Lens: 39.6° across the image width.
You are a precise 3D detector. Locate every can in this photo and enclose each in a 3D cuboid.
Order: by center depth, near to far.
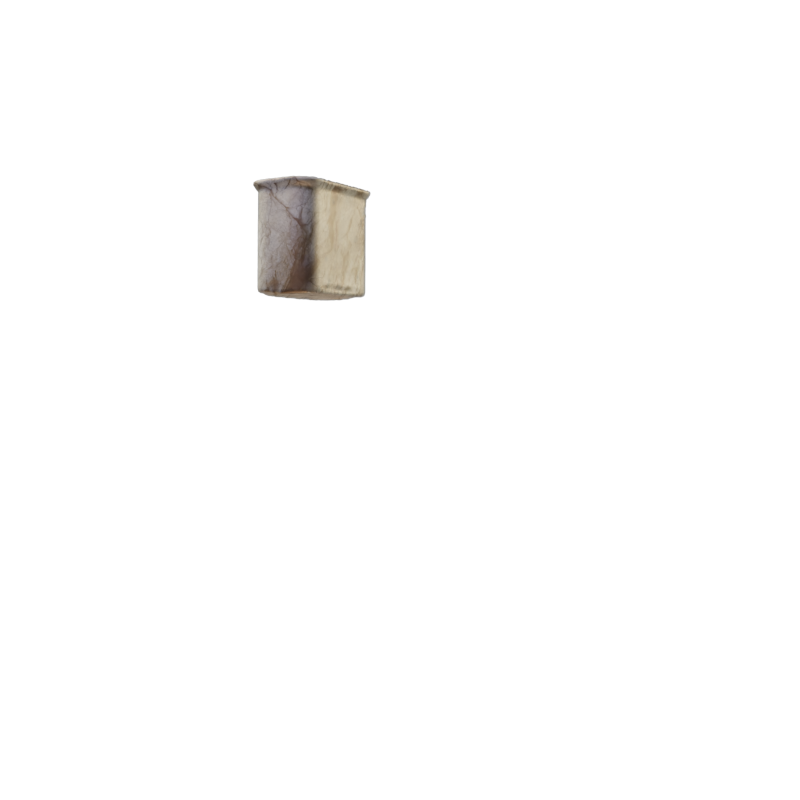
[{"bbox_3d":[-0.065,-0.119,0.836,0.059,0.085,0.098,-2,-2,30],"label":"can"}]
